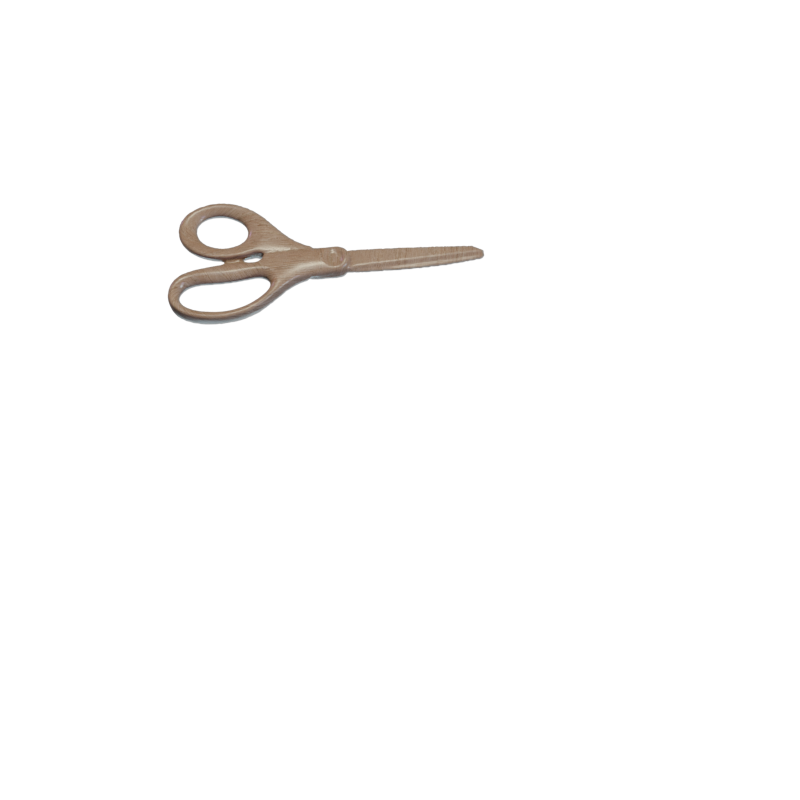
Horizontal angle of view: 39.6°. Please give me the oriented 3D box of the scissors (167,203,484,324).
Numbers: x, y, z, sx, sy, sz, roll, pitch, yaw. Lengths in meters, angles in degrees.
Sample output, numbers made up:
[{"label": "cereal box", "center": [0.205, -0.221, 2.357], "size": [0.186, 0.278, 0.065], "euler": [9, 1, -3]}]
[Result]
[{"label": "scissors", "center": [-0.056, -0.103, 0.721], "size": [0.200, 0.103, 0.015], "euler": [-18, -30, -11]}]
